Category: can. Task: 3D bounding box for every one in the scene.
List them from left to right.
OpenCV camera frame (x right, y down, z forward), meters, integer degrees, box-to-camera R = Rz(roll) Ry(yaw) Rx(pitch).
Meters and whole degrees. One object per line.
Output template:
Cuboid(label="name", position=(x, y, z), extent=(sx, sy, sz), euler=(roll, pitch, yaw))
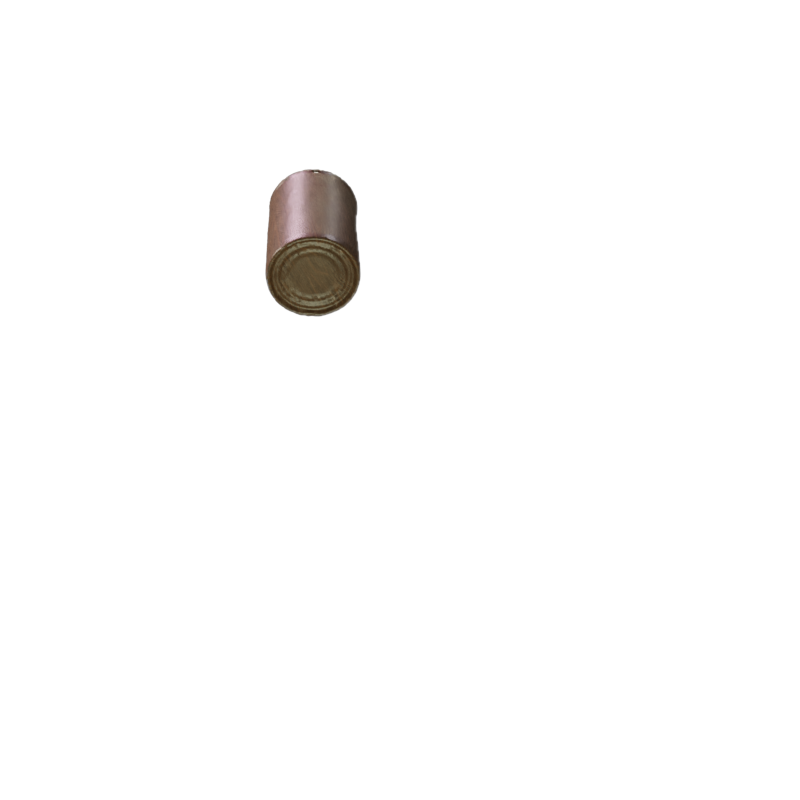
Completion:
Cuboid(label="can", position=(-0.063, -0.115, 0.807), extent=(0.068, 0.064, 0.109), euler=(-1, 35, -3))
